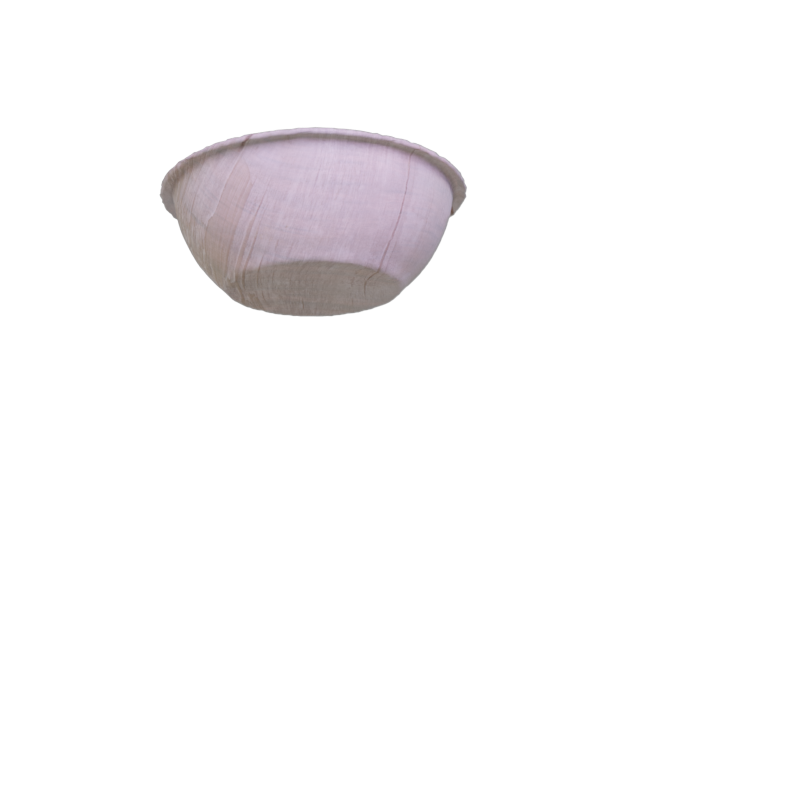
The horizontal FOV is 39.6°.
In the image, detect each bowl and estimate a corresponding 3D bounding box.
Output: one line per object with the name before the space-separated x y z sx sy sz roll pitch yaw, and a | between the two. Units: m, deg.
bowl | -0.045 -0.083 0.581 0.162 0.057 0.156 0 -15 -2
